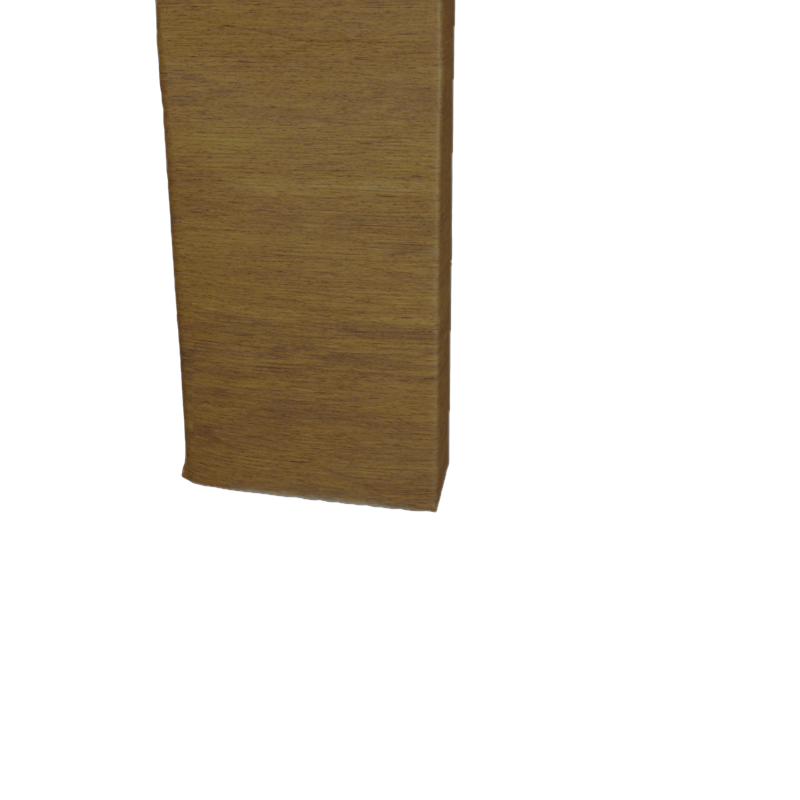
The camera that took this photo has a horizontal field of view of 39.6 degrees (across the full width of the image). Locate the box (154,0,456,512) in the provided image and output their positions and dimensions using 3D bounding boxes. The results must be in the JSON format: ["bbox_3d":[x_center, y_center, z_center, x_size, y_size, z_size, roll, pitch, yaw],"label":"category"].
[{"bbox_3d":[-0.029,-0.054,0.376,0.095,0.170,0.049,4,16,12],"label":"box"}]
